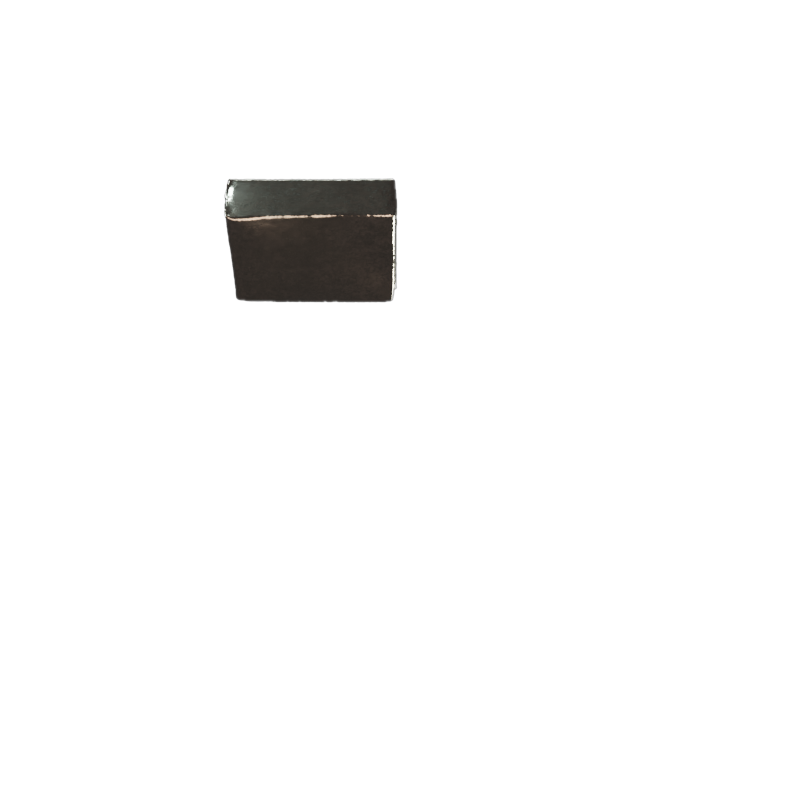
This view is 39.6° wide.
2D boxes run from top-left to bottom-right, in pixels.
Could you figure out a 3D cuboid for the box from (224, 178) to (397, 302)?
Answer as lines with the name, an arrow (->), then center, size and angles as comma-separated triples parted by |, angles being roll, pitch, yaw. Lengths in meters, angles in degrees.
box -> -0.059, -0.107, 0.748 | 0.113, 0.042, 0.084 | -1, -38, 0
